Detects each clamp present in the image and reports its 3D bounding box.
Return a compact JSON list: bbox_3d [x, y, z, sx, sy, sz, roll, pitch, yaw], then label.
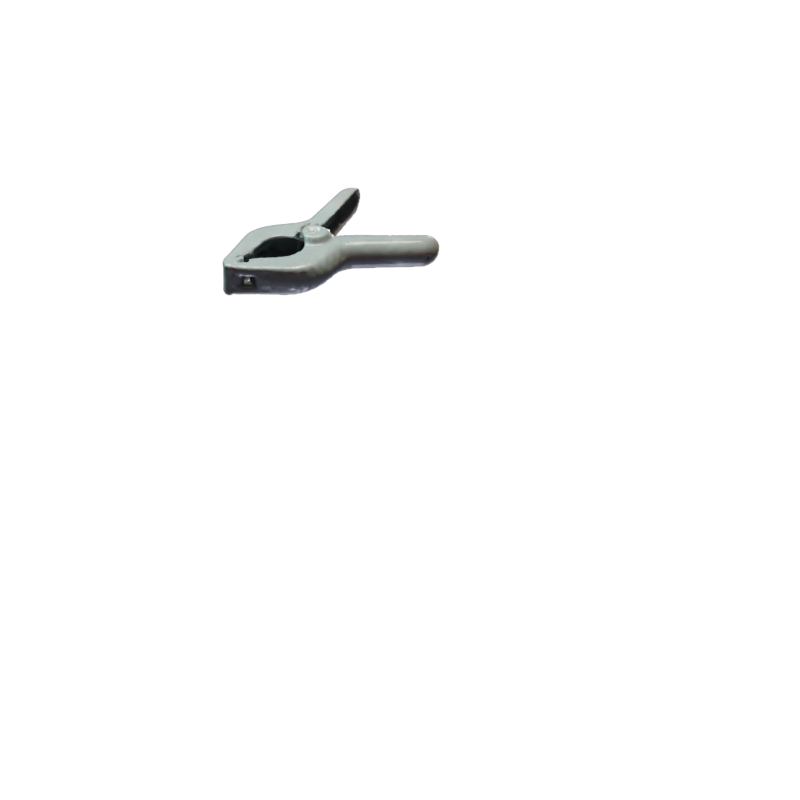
[{"bbox_3d":[-0.069,-0.126,0.884,0.168,0.037,0.129,-14,32,-23],"label":"clamp"}]
